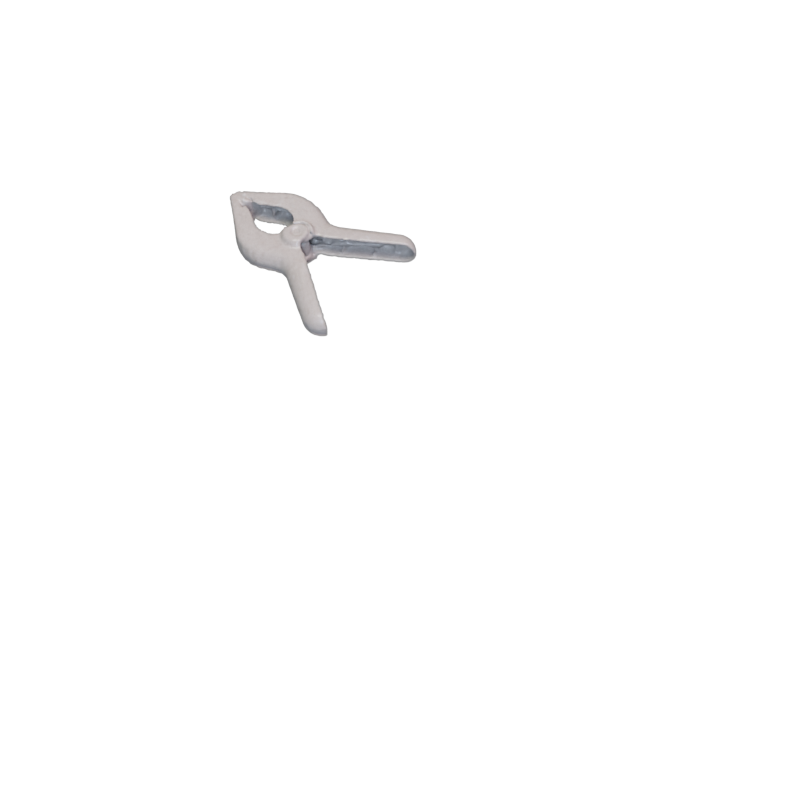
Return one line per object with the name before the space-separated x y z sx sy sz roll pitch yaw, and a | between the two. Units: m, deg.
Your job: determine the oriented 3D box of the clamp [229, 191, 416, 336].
clamp | -0.074 -0.135 0.944 0.120 0.036 0.184 -30 55 -24
